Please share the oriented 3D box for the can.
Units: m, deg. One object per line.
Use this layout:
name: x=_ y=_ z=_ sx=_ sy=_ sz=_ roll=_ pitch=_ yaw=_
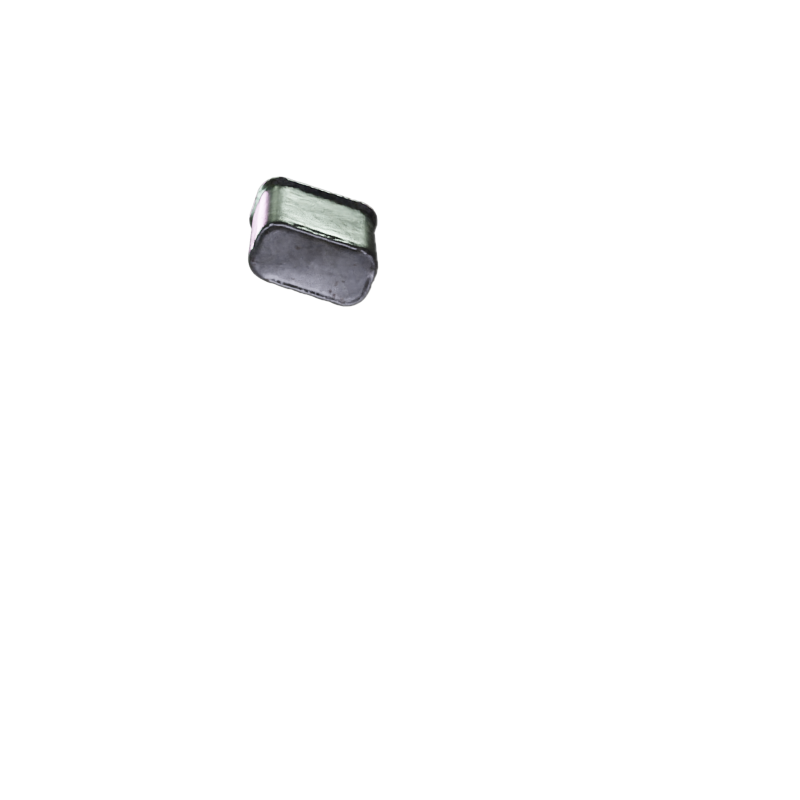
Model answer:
can: x=-0.068 y=-0.124 z=0.866 sx=0.100 sy=0.055 sz=0.089 roll=16 pitch=28 yaw=-11
